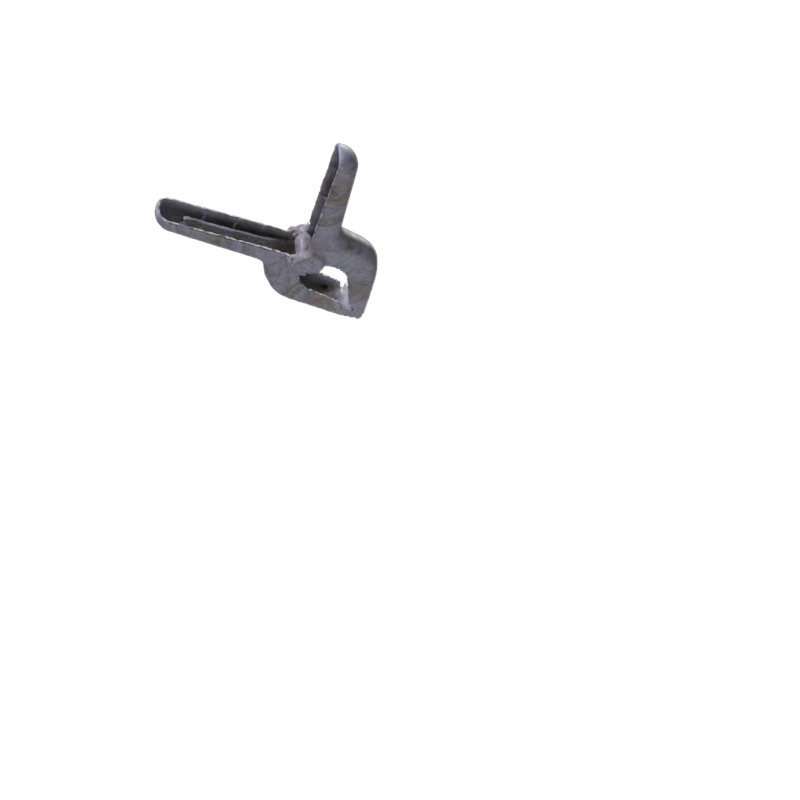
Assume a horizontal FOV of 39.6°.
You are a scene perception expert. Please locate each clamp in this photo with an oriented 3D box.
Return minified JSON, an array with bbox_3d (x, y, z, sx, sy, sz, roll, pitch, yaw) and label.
[{"bbox_3d":[-0.069,-0.126,0.880,0.166,0.039,0.195,-15,-31,27],"label":"clamp"}]
